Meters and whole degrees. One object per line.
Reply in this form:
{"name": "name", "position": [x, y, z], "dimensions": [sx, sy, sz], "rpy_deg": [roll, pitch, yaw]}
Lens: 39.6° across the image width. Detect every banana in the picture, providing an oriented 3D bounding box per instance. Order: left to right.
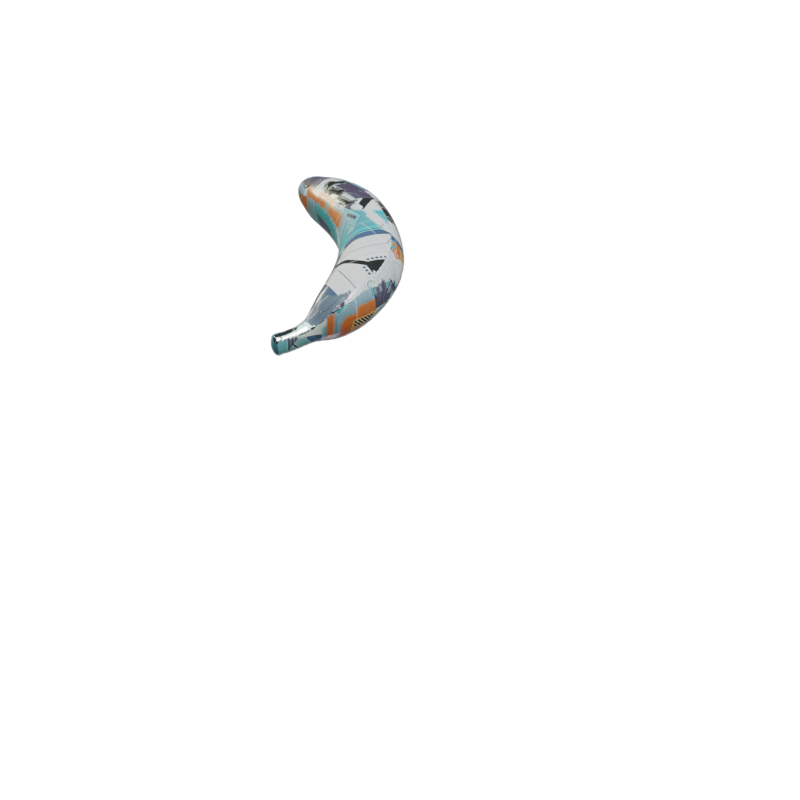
{"name": "banana", "position": [-0.033, -0.090, 0.649], "dimensions": [0.070, 0.035, 0.209], "rpy_deg": [1, 32, 0]}
